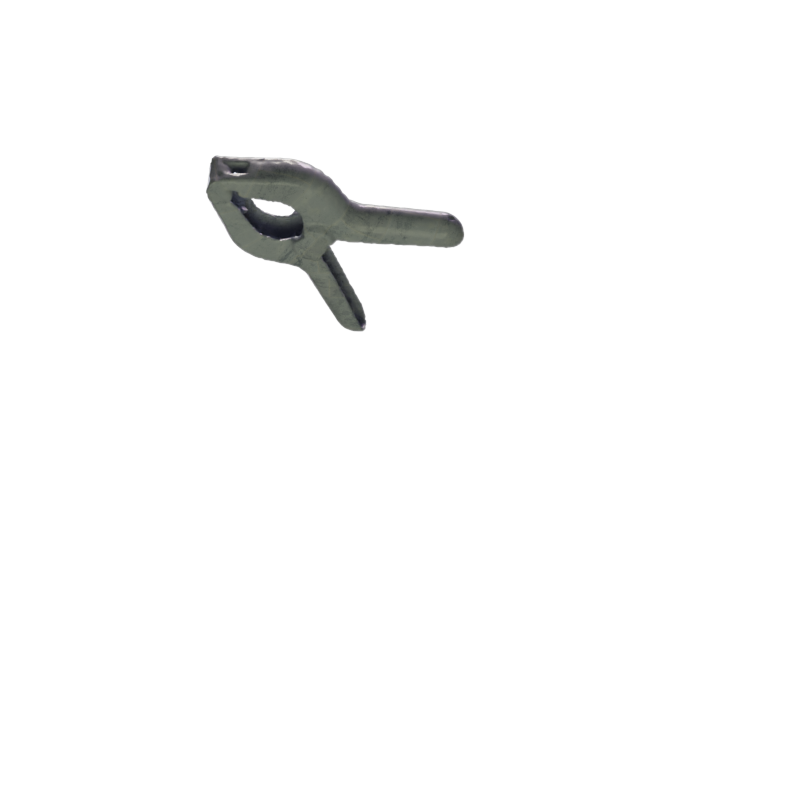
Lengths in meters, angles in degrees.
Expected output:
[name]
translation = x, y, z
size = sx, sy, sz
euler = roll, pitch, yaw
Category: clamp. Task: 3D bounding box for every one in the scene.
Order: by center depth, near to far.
[clamp]
translation = -0.058, -0.106, 0.739
size = 0.166, 0.116, 0.042
euler = 22, 36, -17
